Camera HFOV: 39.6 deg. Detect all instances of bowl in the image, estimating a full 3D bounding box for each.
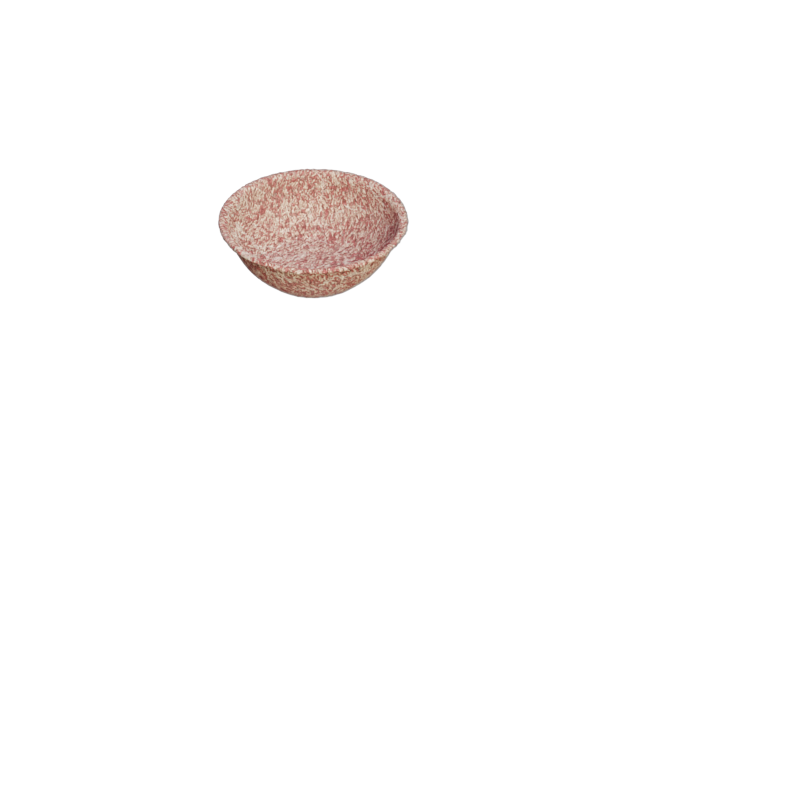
[{"bbox_3d":[-0.075,-0.136,0.956,0.162,0.051,0.174,-1,40,-2],"label":"bowl"}]
